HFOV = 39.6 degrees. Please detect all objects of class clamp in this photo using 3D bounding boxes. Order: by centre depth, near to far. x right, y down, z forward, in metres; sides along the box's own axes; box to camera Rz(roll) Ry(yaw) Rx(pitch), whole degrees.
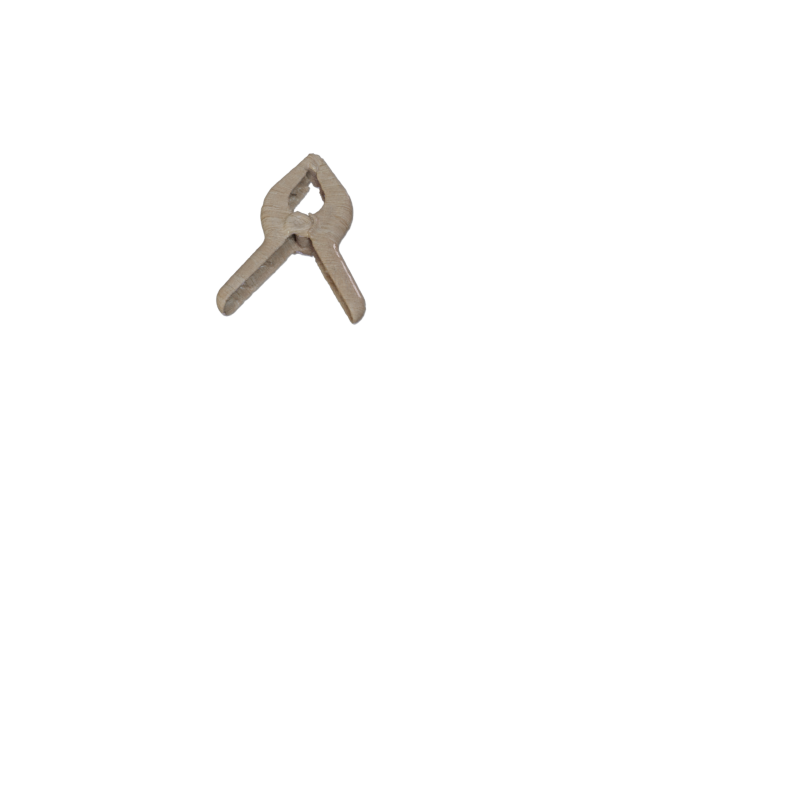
[{"bbox_3d":[-0.072,-0.132,0.925,0.122,0.180,0.037,13,-31,7],"label":"clamp"}]
